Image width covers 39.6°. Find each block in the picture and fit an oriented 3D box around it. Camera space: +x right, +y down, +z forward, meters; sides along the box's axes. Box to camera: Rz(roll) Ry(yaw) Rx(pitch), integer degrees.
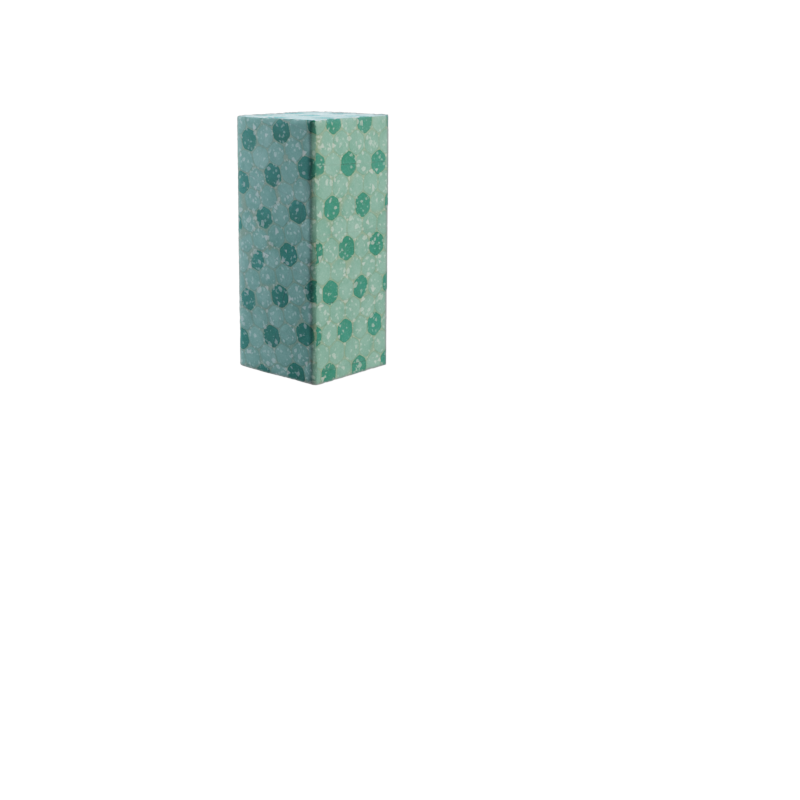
[{"bbox_3d":[-0.070,-0.128,0.900,0.095,0.201,0.088,10,14,41],"label":"block"}]
